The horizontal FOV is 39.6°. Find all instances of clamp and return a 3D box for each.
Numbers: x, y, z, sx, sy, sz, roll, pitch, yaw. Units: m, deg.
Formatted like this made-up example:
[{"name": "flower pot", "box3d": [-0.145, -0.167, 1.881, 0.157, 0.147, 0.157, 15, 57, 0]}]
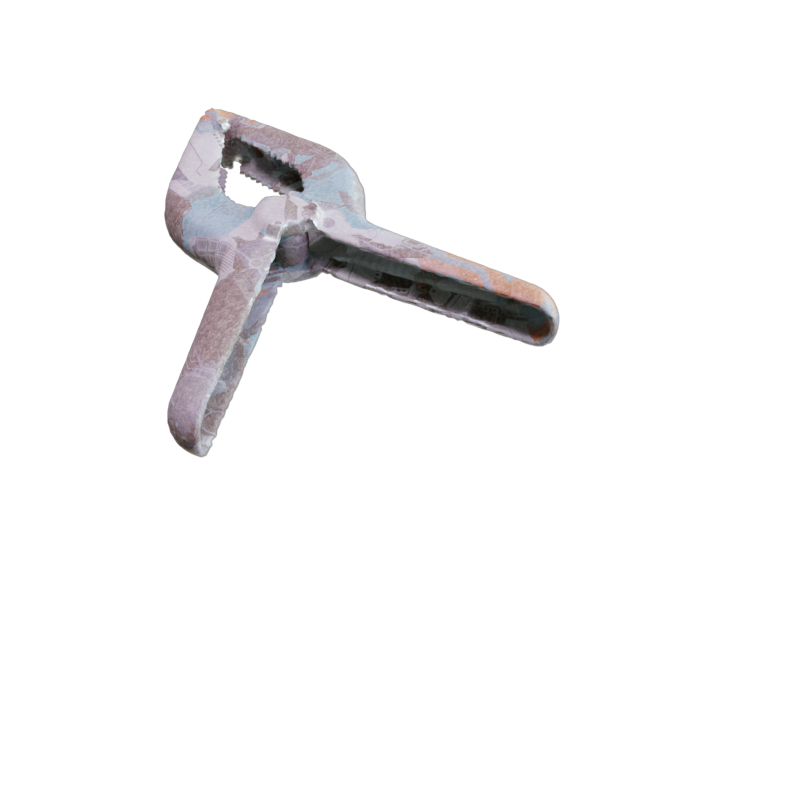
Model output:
[{"name": "clamp", "box3d": [-0.039, -0.071, 0.499, 0.163, 0.034, 0.228, -12, 44, -13]}]
